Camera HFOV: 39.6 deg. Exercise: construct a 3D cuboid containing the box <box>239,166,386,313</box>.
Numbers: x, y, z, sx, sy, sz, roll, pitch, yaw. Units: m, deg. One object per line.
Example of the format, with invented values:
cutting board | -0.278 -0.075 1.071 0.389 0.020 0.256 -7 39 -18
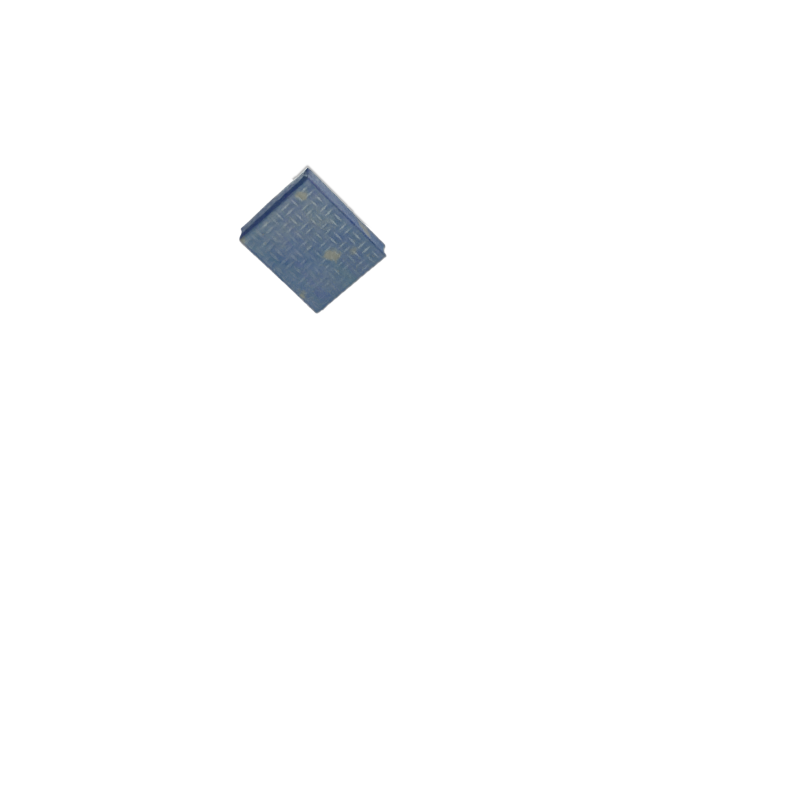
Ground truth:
box | -0.066 -0.120 0.844 0.072 0.085 0.032 -41 19 16
